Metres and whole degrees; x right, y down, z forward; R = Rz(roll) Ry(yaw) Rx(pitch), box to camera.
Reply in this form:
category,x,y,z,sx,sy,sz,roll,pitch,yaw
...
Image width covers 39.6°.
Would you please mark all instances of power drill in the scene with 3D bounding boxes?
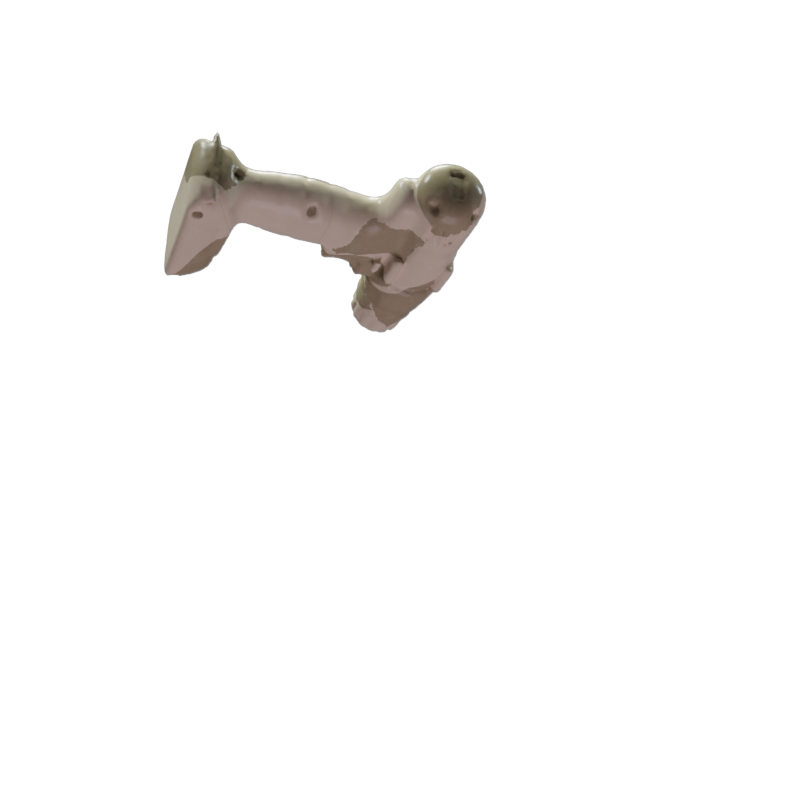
category,x,y,z,sx,sy,sz,roll,pitch,yaw
power drill,-0.057,-0.105,0.733,0.183,0.061,0.178,7,-27,-15
